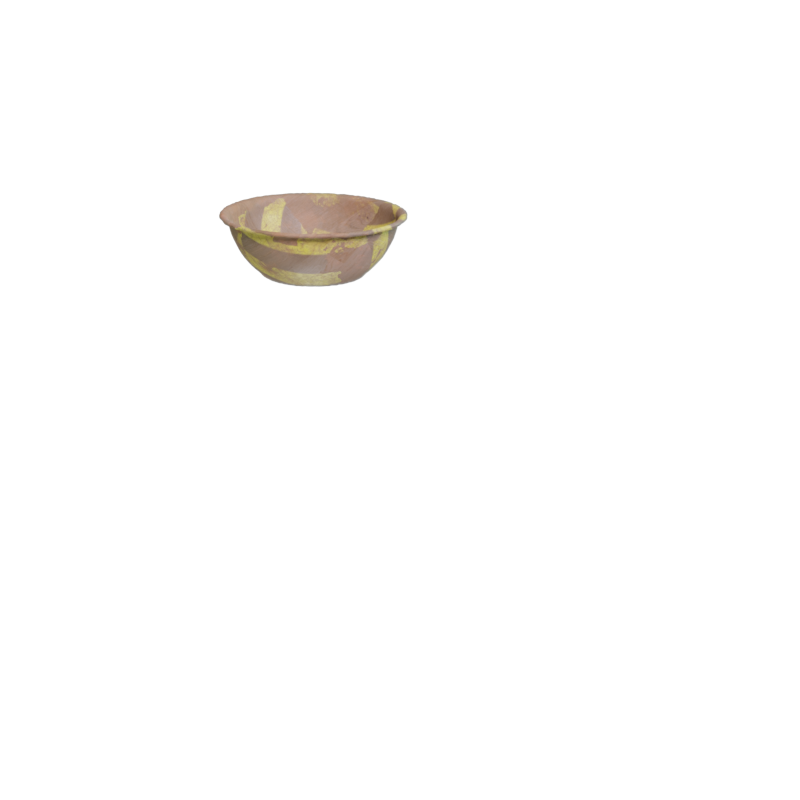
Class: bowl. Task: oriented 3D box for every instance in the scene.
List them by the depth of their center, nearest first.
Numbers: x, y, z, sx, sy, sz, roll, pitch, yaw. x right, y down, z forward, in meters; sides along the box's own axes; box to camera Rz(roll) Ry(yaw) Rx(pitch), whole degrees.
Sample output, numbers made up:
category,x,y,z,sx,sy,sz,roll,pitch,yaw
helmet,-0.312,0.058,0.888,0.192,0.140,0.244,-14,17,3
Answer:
category,x,y,z,sx,sy,sz,roll,pitch,yaw
bowl,-0.075,-0.137,0.960,0.162,0.053,0.169,-1,22,-2
